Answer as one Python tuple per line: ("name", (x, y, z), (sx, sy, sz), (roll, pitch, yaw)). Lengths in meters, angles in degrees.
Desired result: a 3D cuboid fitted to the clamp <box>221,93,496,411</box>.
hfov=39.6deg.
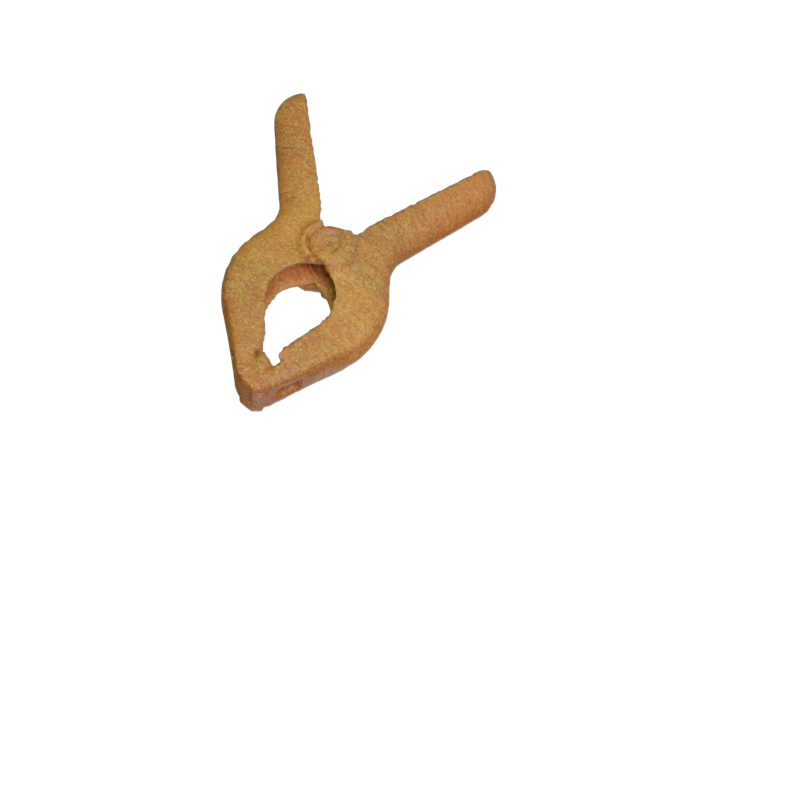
("clamp", (-0.042, -0.077, 0.540), (0.125, 0.176, 0.037), (28, -30, 17))
